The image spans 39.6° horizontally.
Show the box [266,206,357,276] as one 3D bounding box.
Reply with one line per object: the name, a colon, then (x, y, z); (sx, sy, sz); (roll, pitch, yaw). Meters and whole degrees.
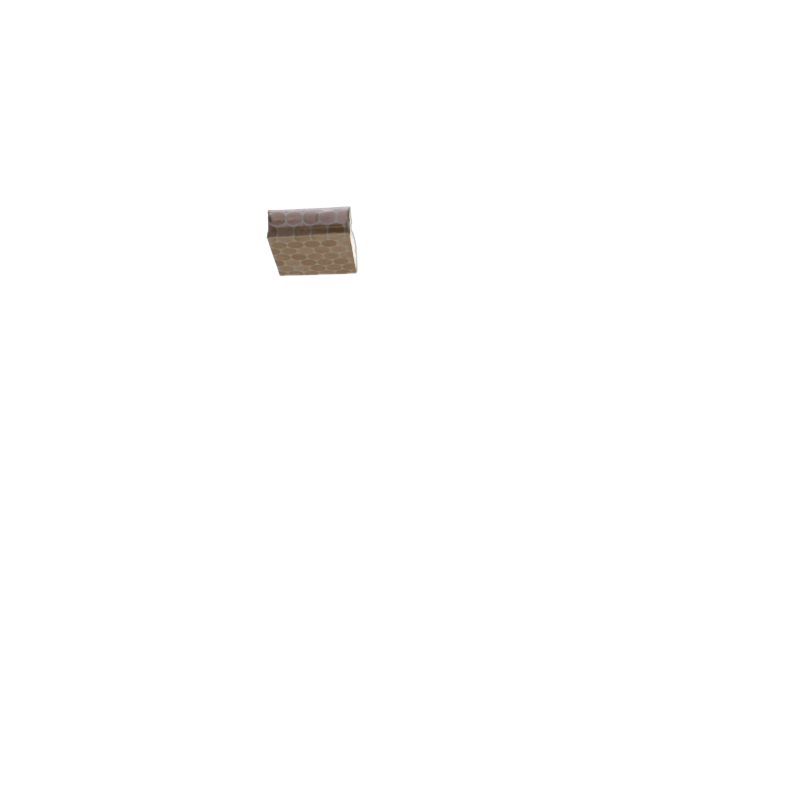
box: (-0.078, -0.142, 0.991); (0.073, 0.032, 0.084); (-2, -19, 3)
